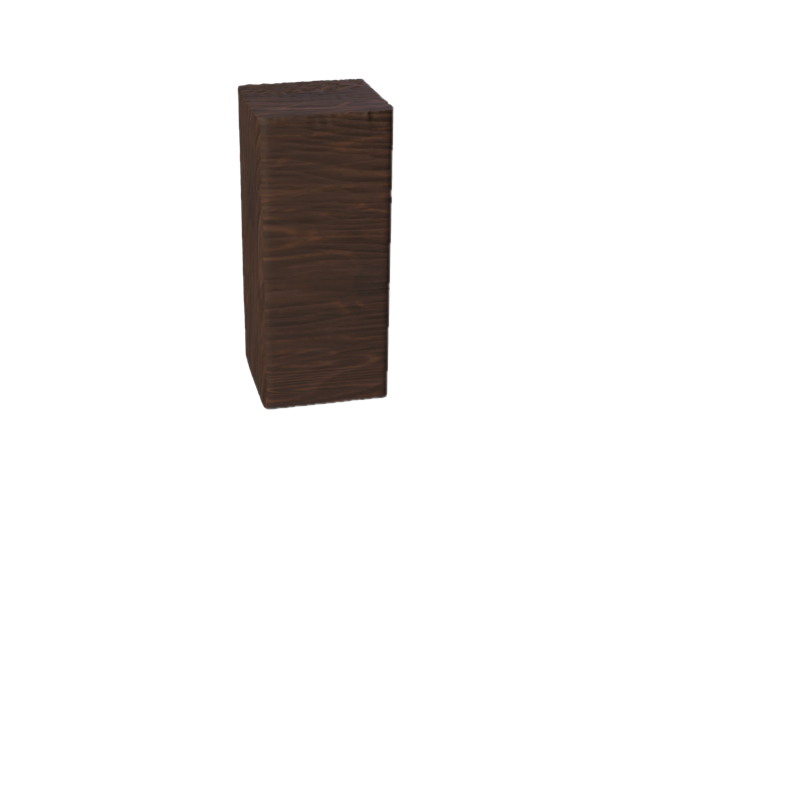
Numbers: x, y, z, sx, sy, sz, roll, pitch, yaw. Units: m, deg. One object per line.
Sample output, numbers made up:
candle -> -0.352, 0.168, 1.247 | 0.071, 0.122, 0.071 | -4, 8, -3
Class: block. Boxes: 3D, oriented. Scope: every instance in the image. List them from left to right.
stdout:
block -> -0.060, -0.109, 0.763 | 0.089, 0.196, 0.096 | -4, 25, -13
